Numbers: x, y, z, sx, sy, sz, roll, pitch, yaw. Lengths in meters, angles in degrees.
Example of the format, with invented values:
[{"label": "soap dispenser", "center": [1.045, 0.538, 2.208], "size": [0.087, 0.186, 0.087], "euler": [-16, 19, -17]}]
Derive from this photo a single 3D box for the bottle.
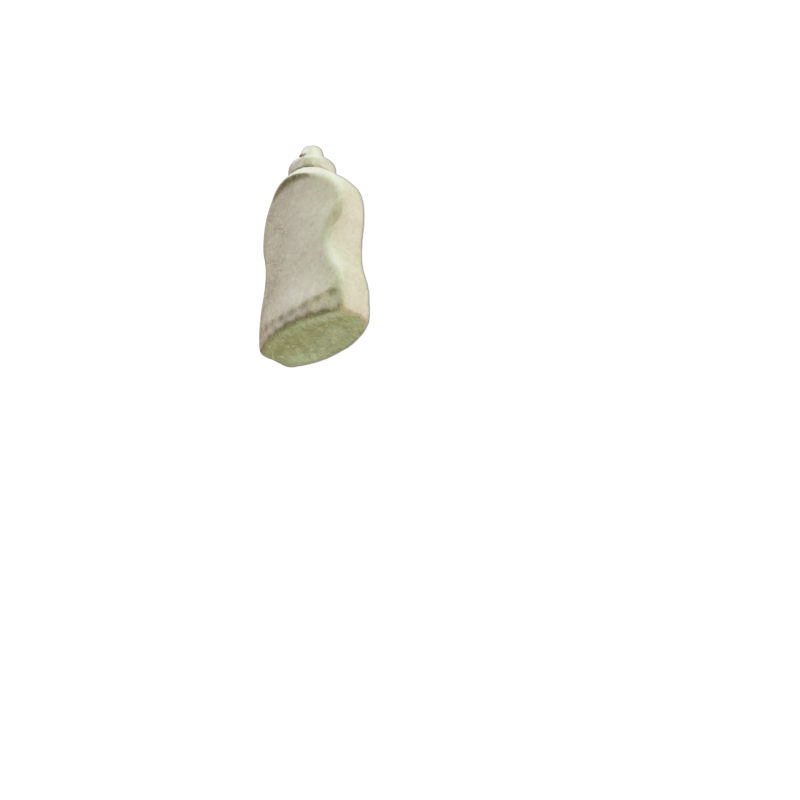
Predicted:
[{"label": "bottle", "center": [-0.071, -0.129, 0.899], "size": [0.055, 0.205, 0.096], "euler": [27, -43, -37]}]
